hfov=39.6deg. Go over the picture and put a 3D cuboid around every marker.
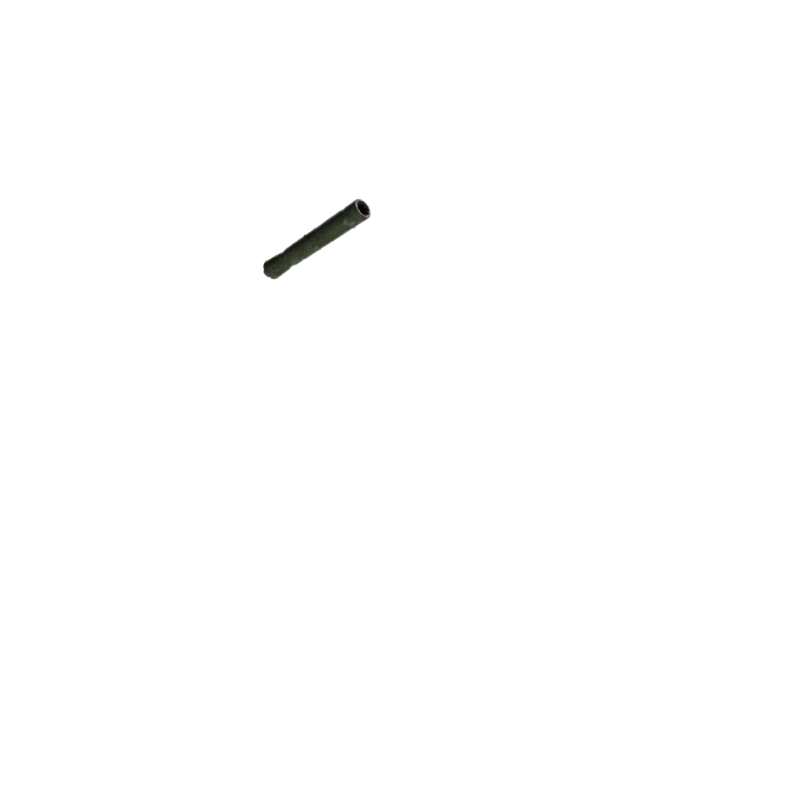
[{"bbox_3d":[-0.074,-0.135,0.942,0.121,0.021,0.019,-28,-14,36],"label":"marker"}]
